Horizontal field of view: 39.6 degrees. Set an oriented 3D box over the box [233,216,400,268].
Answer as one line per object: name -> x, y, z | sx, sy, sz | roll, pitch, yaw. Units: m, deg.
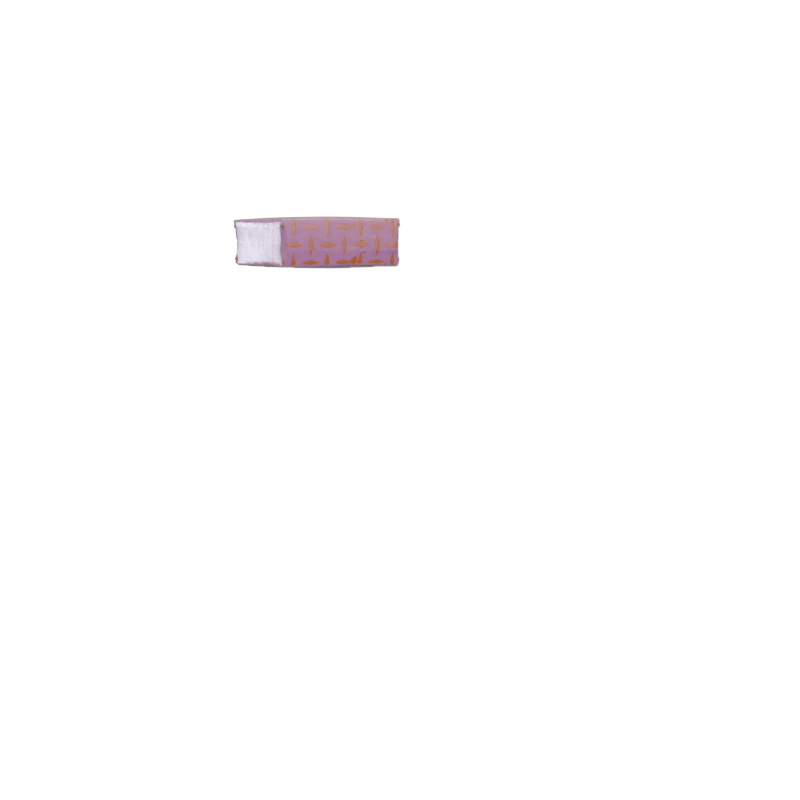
box -> -0.064, -0.116, 0.813 | 0.087, 0.039, 0.117 | -2, 6, -24
